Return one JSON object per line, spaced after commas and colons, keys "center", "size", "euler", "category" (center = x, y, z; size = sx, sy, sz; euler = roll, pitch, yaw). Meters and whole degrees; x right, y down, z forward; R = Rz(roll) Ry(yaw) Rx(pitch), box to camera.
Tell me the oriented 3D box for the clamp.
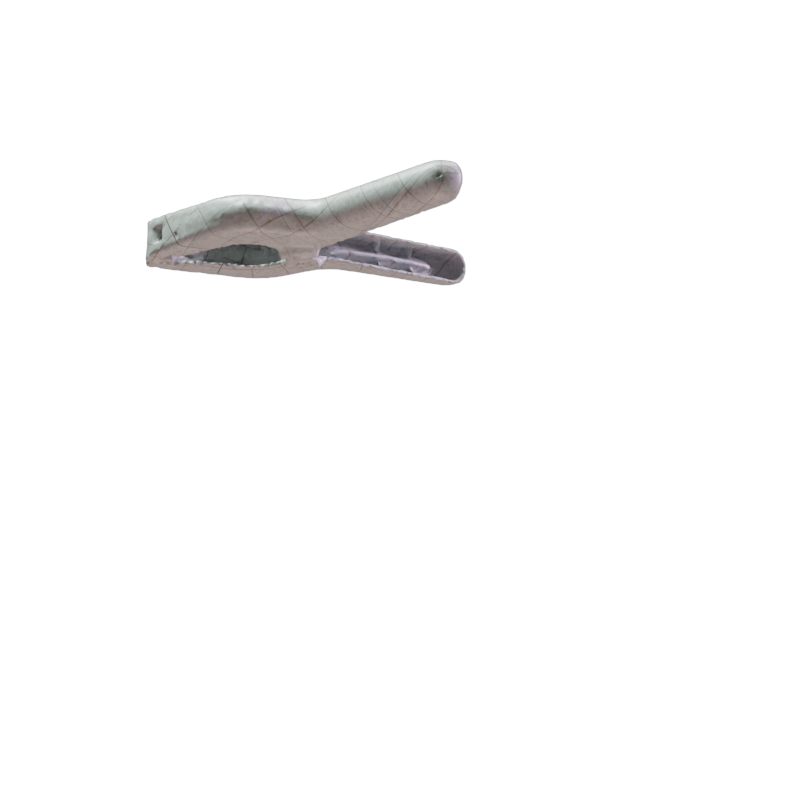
{"center": [-0.055, -0.101, 0.706], "size": [0.213, 0.038, 0.155], "euler": [-3, -15, 13], "category": "clamp"}
